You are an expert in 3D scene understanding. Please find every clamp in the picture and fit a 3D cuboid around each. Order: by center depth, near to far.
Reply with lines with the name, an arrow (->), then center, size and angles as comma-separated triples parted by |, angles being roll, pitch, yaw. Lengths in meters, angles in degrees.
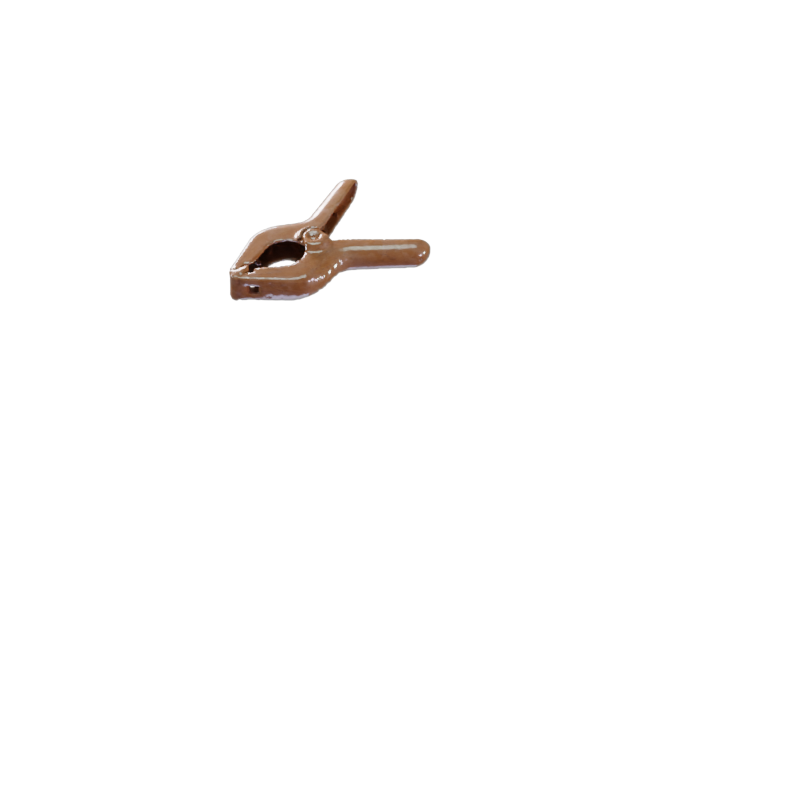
clamp -> -0.074, -0.135, 0.949 | 0.169, 0.037, 0.130 | -18, 42, -21
